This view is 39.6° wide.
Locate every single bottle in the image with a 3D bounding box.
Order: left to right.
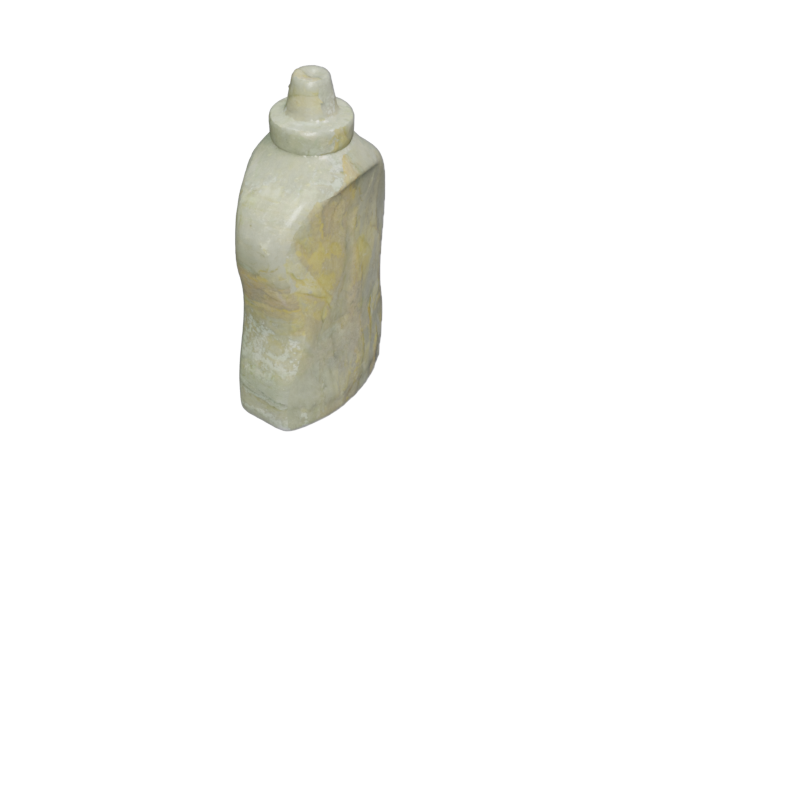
[{"bbox_3d":[-0.045,-0.081,0.568,0.062,0.179,0.097,25,44,25],"label":"bottle"}]
